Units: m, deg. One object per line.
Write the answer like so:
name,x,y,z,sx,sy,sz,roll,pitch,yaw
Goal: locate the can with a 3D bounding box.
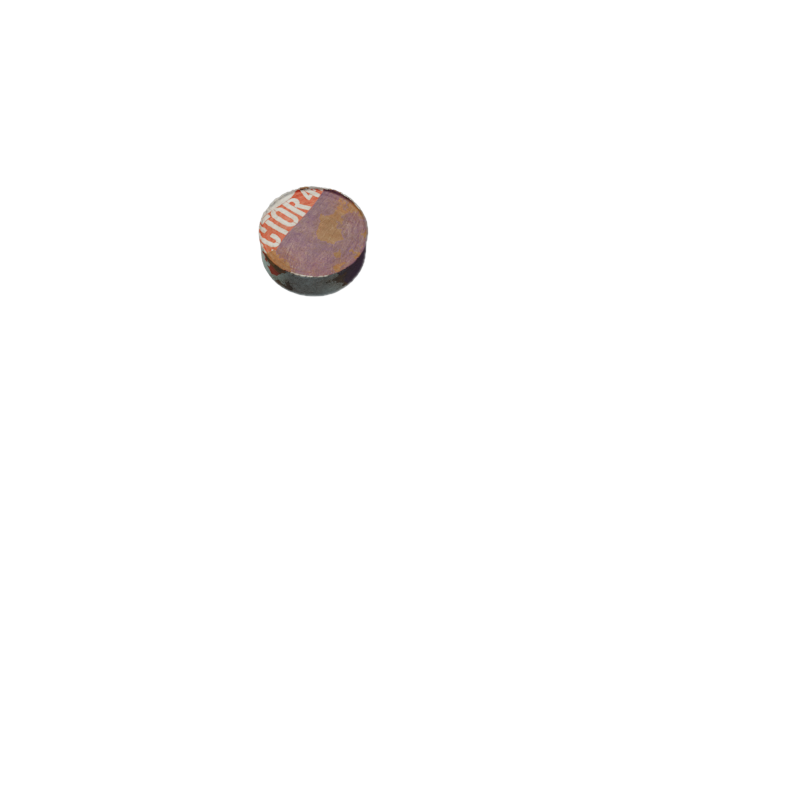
can,-0.069,-0.125,0.879,0.086,0.092,0.031,-1,-31,-1
